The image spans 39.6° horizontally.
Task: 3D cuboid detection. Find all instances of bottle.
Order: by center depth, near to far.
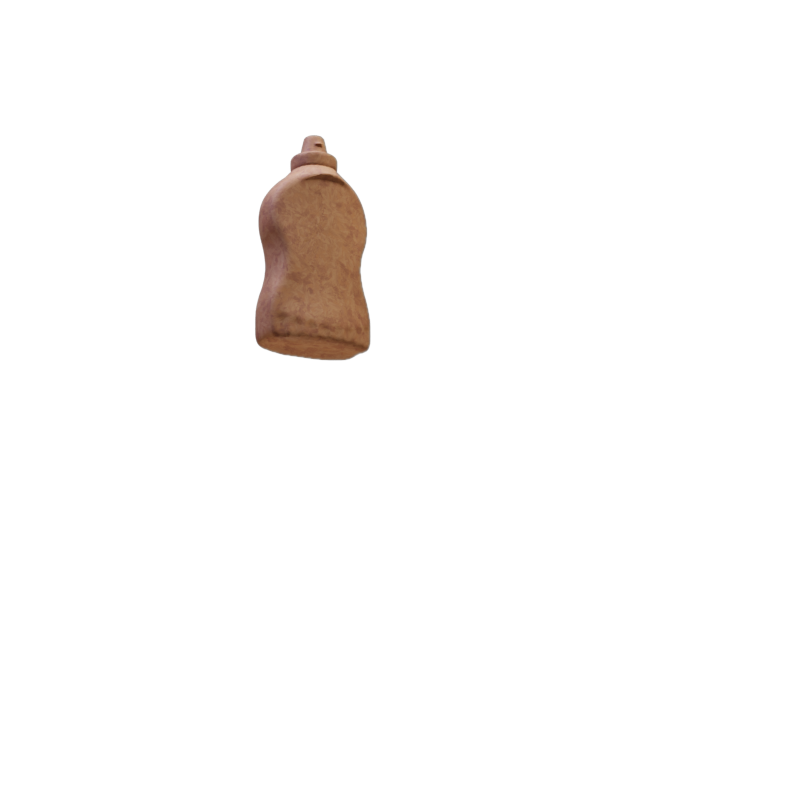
[{"bbox_3d":[-0.073,-0.134,0.938,0.092,0.201,0.058,9,-22,-27],"label":"bottle"}]
